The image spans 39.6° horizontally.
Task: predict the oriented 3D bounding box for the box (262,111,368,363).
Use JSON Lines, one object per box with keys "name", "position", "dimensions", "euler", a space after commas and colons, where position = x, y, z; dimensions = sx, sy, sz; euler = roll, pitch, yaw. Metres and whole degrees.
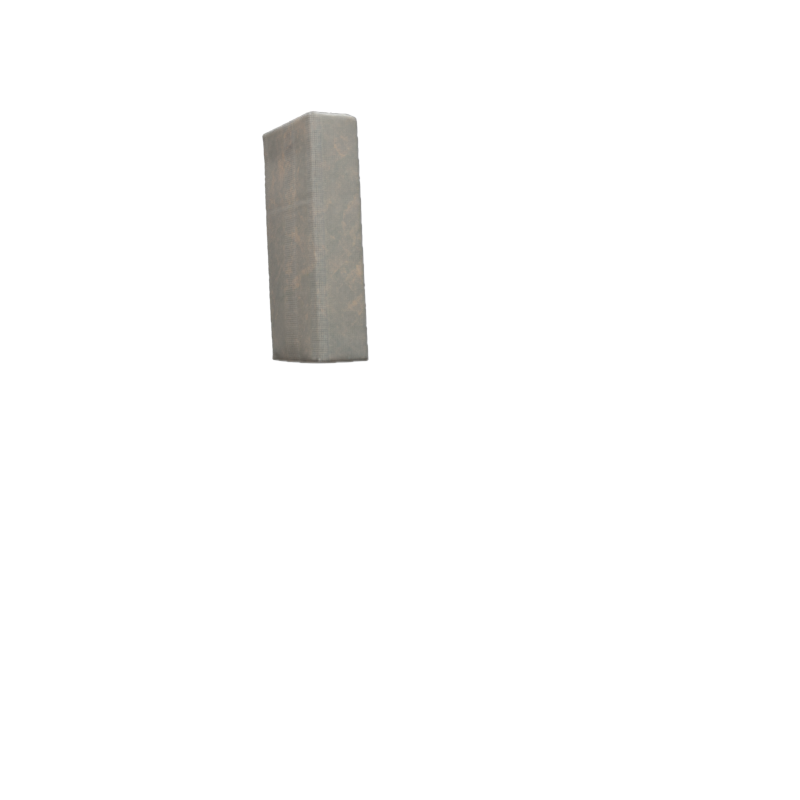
{"name": "box", "position": [-0.063, -0.116, 0.812], "dimensions": [0.046, 0.178, 0.095], "euler": [2, -4, -27]}
